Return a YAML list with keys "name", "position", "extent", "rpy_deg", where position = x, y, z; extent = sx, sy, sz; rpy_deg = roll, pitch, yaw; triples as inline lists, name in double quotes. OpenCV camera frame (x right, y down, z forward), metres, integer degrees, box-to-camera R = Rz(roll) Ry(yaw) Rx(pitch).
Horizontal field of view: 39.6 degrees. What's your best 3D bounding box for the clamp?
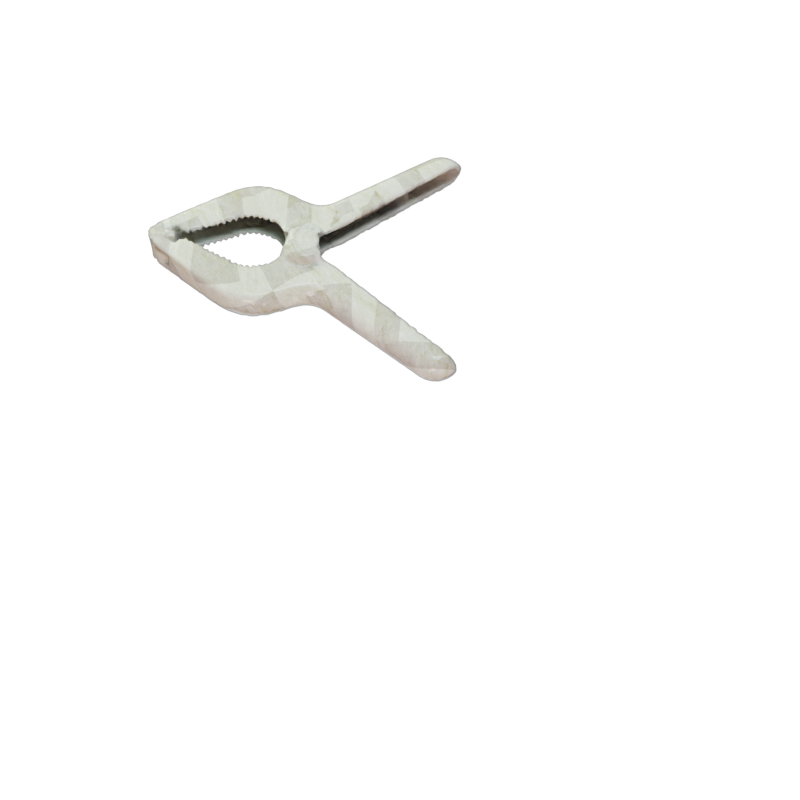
- name: "clamp"
  position: [-0.057, -0.104, 0.729]
  extent: [0.212, 0.174, 0.034]
  rpy_deg: [10, -31, 6]
